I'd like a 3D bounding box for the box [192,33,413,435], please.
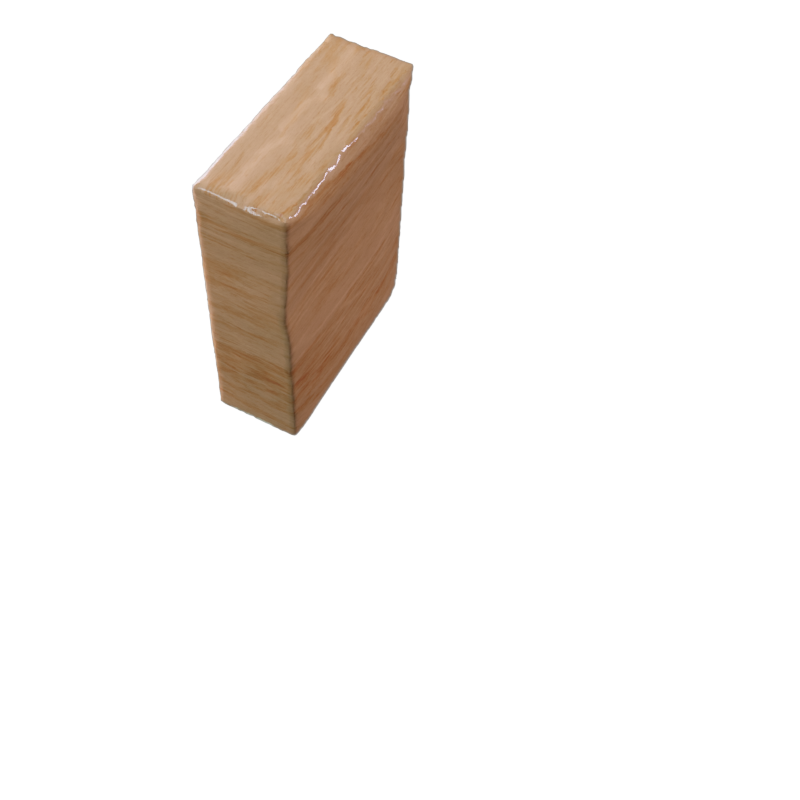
[{"bbox_3d":[-0.057,-0.105,0.734,0.074,0.170,0.199,23,-36,13],"label":"box"}]
